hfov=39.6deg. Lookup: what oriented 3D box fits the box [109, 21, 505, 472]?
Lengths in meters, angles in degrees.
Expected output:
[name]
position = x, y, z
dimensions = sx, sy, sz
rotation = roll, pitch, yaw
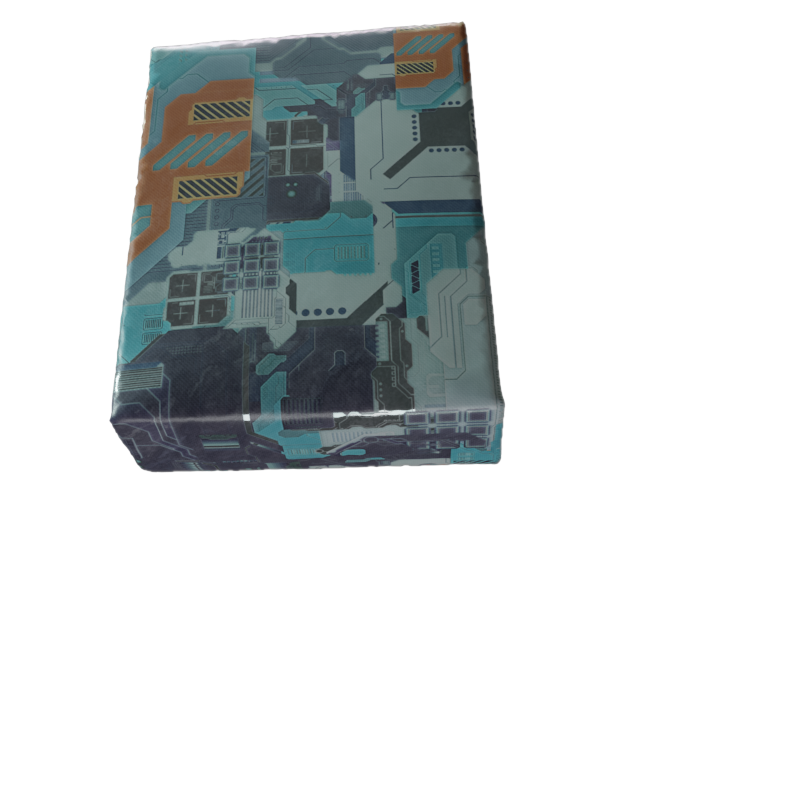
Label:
[box]
position = -0.042, -0.076, 0.531
dimensions = 0.165, 0.228, 0.067
rotation = -4, -32, 4
